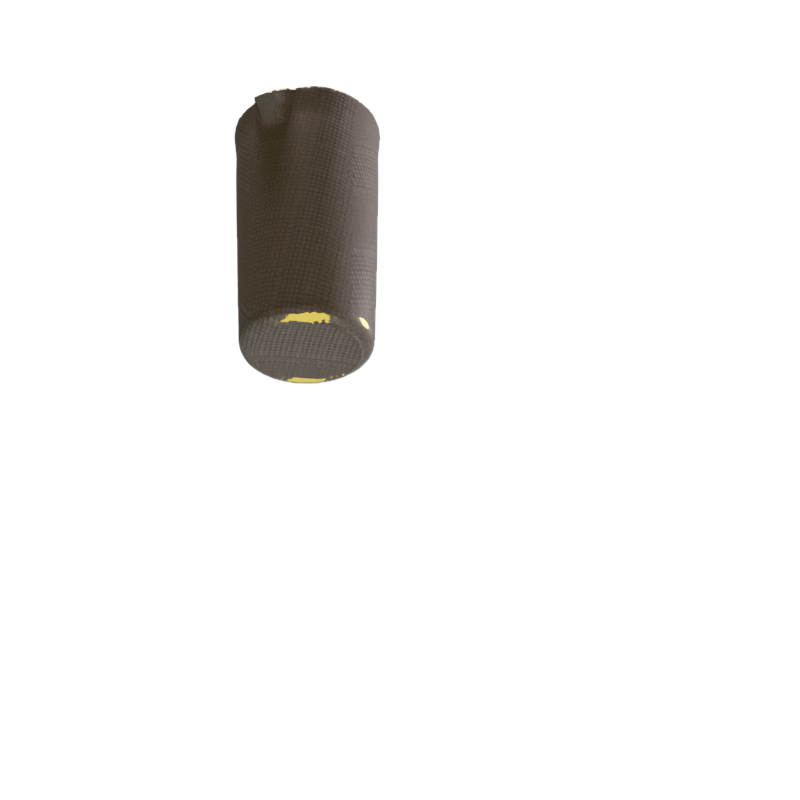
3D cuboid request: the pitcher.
[{"bbox_3d":[-0.075,-0.136,0.952,0.145,0.260,0.139,11,-37,-19],"label":"pitcher"}]
